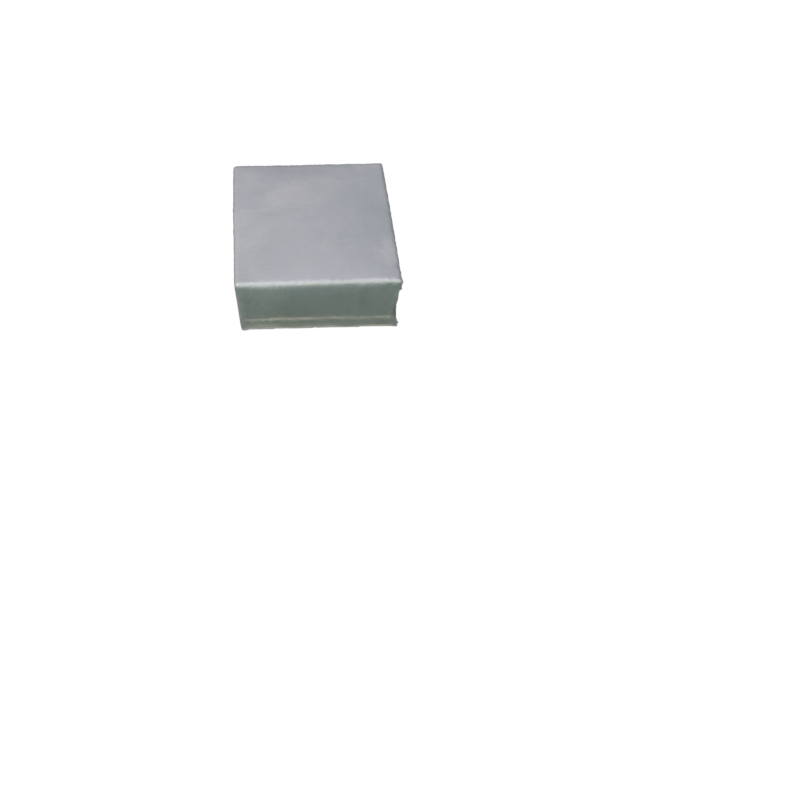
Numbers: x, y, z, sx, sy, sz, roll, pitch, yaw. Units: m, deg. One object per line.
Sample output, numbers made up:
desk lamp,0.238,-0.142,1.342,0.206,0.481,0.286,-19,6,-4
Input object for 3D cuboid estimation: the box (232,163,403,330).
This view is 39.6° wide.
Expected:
box,-0.050,-0.090,0.631,0.089,0.122,0.036,-4,-45,-4
